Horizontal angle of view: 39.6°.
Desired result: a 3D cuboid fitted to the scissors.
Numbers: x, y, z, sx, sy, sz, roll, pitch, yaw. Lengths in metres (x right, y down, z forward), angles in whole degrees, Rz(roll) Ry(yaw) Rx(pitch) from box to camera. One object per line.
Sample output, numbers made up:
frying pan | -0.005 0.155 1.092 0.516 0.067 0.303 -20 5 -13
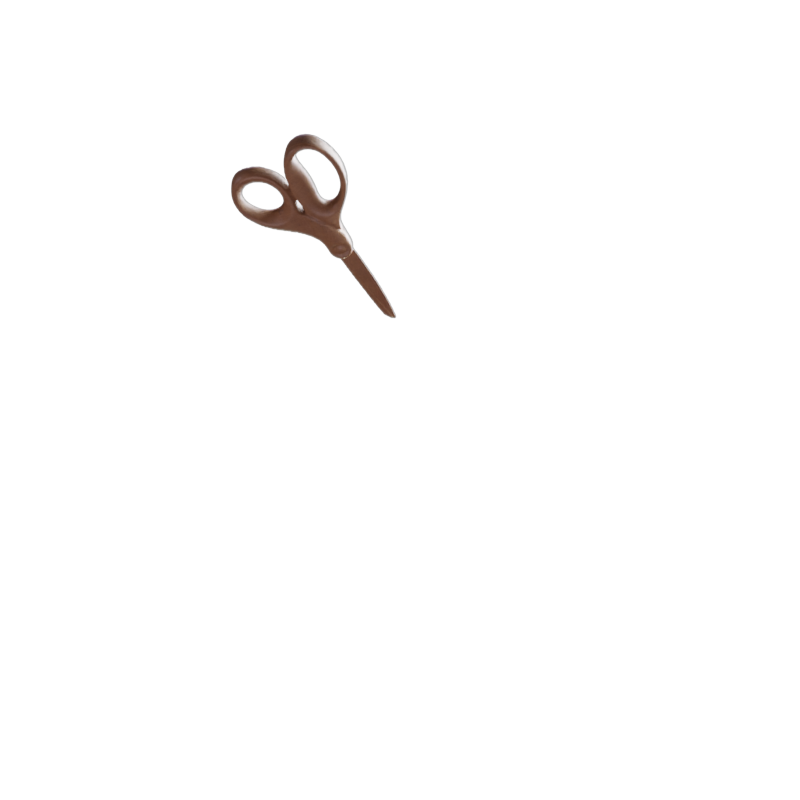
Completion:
scissors | -0.067 -0.122 0.858 0.097 0.017 0.186 -7 -42 8
